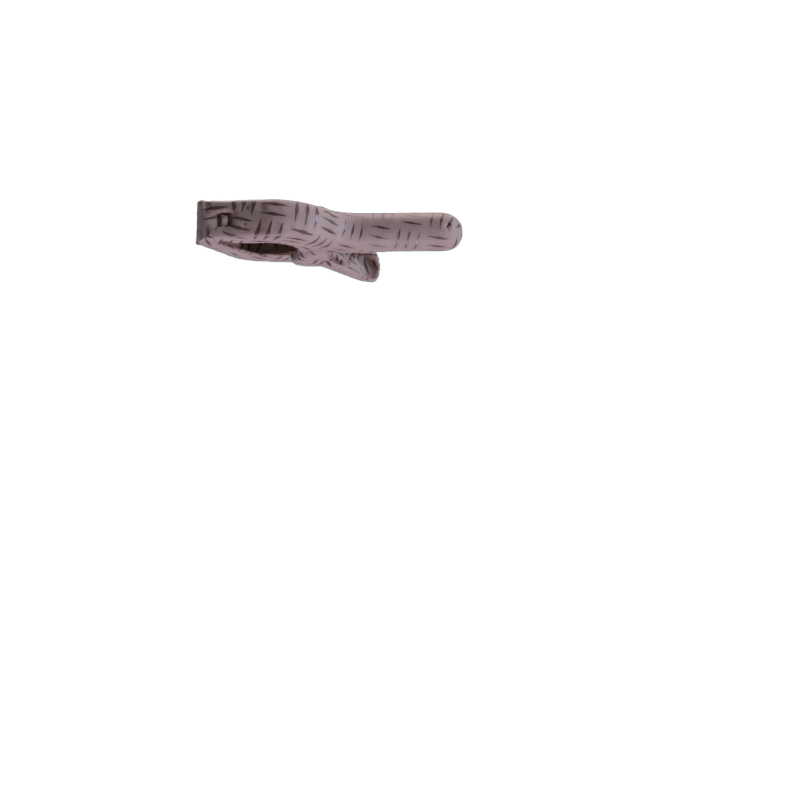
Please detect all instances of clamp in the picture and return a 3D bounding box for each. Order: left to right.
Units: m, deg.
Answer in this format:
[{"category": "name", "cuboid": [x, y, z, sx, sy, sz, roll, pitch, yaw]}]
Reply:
[{"category": "clamp", "cuboid": [-0.058, -0.106, 0.744, 0.167, 0.041, 0.118, 5, -16, -19]}]
